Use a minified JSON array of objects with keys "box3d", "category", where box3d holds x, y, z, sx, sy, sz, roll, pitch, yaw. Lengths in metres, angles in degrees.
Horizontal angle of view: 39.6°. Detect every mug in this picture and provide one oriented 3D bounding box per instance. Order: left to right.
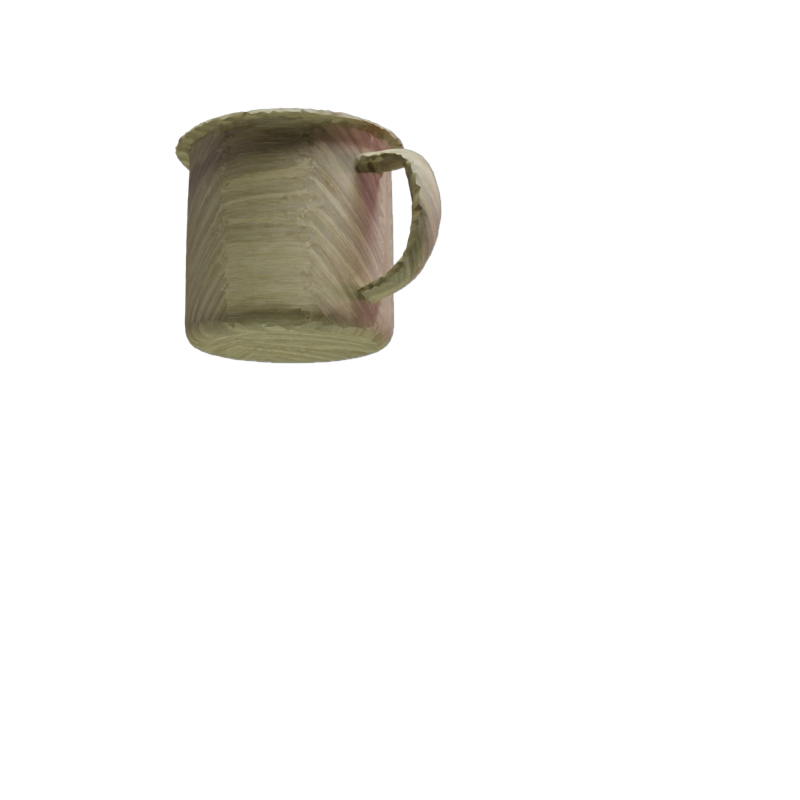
[{"box3d":[-0.034,-0.062,0.433,0.120,0.084,0.088,-8,-14,36],"category":"mug"}]
